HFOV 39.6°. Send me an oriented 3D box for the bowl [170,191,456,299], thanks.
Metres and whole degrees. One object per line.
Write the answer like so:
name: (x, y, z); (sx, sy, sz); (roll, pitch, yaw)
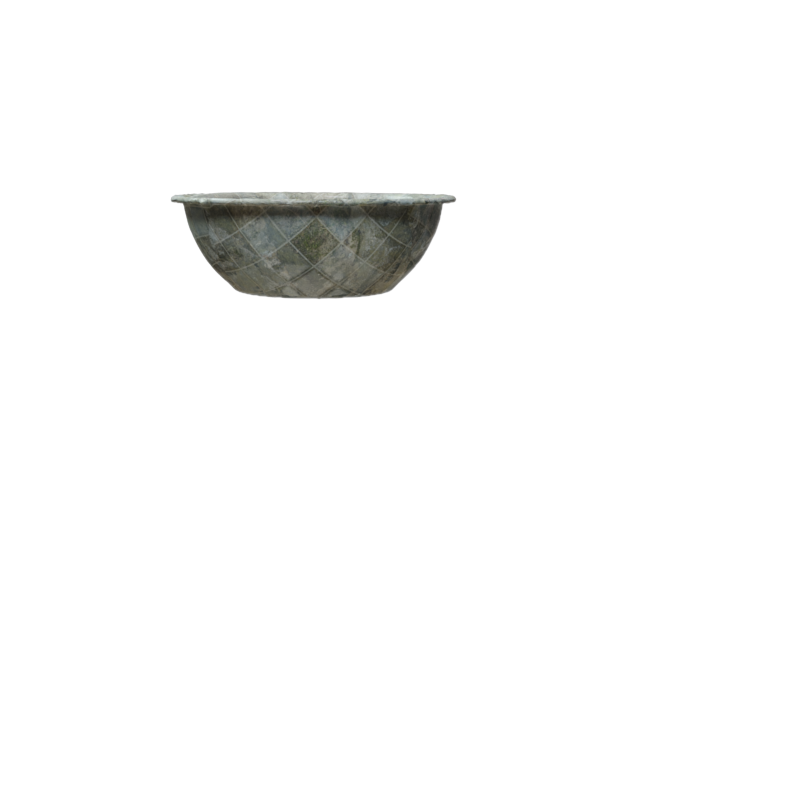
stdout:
bowl: (-0.050, -0.091, 0.634); (0.162, 0.054, 0.166); (0, 12, -2)
